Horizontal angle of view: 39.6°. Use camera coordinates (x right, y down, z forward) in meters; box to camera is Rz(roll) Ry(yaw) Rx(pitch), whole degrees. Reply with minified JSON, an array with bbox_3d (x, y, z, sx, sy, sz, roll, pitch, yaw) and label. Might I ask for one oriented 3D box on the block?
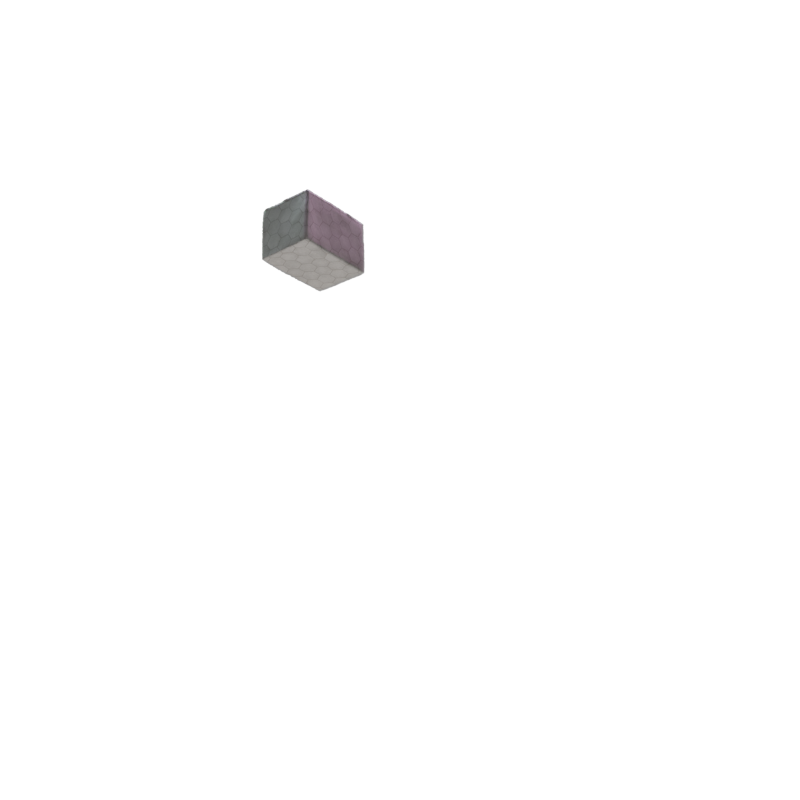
[{"bbox_3d":[-0.075,-0.136,0.953,0.053,0.054,0.073,-21,-32,34],"label":"block"}]
